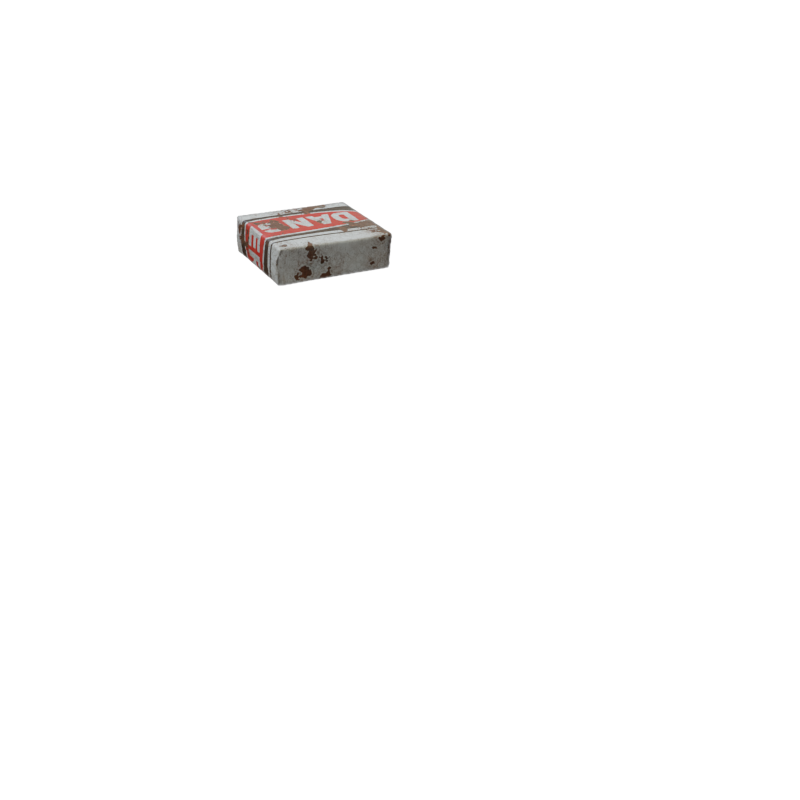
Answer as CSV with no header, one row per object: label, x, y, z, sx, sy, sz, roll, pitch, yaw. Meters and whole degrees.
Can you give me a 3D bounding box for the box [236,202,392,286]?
box,-0.077,-0.141,0.988,0.111,0.037,0.096,-14,31,-26
